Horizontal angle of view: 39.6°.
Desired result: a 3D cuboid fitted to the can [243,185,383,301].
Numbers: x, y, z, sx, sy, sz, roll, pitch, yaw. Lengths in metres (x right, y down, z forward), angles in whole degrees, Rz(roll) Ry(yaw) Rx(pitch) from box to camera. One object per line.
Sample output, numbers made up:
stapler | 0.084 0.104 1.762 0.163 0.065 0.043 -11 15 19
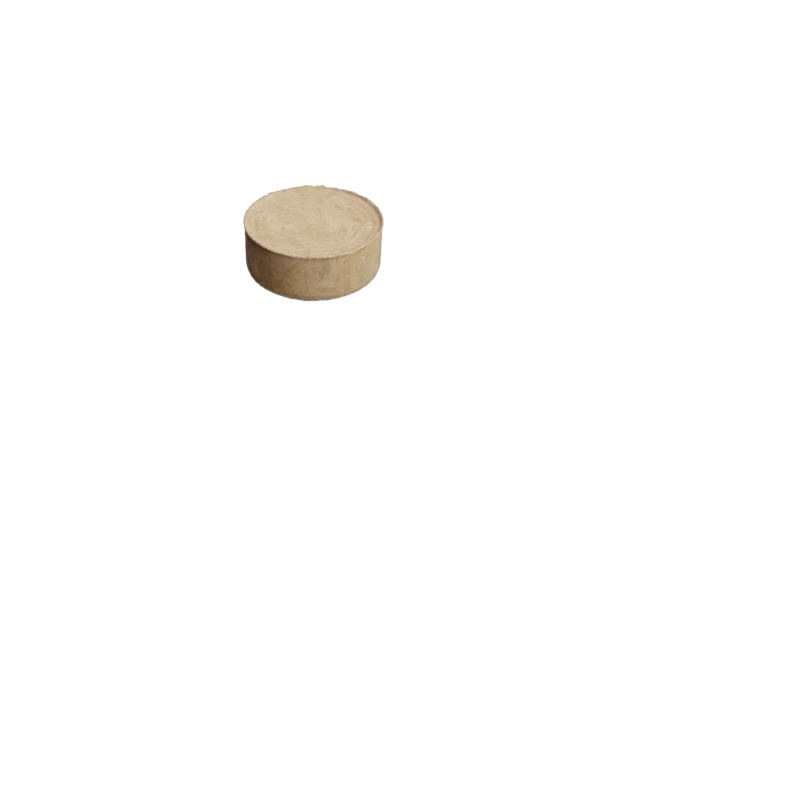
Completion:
can | -0.054 -0.098 0.686 0.086 0.031 0.092 -1 37 -2
